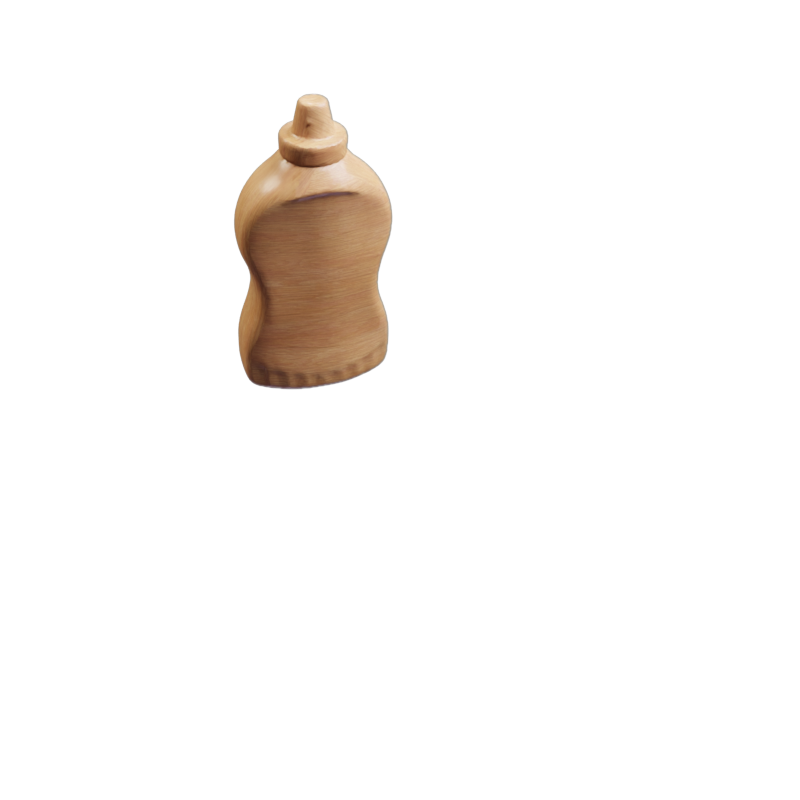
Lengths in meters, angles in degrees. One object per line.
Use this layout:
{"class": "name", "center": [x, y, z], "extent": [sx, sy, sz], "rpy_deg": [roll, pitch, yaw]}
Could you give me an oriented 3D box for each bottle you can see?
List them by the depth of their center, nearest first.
{"class": "bottle", "center": [-0.054, -0.098, 0.683], "extent": [0.095, 0.179, 0.063], "rpy_deg": [-7, 37, -13]}
